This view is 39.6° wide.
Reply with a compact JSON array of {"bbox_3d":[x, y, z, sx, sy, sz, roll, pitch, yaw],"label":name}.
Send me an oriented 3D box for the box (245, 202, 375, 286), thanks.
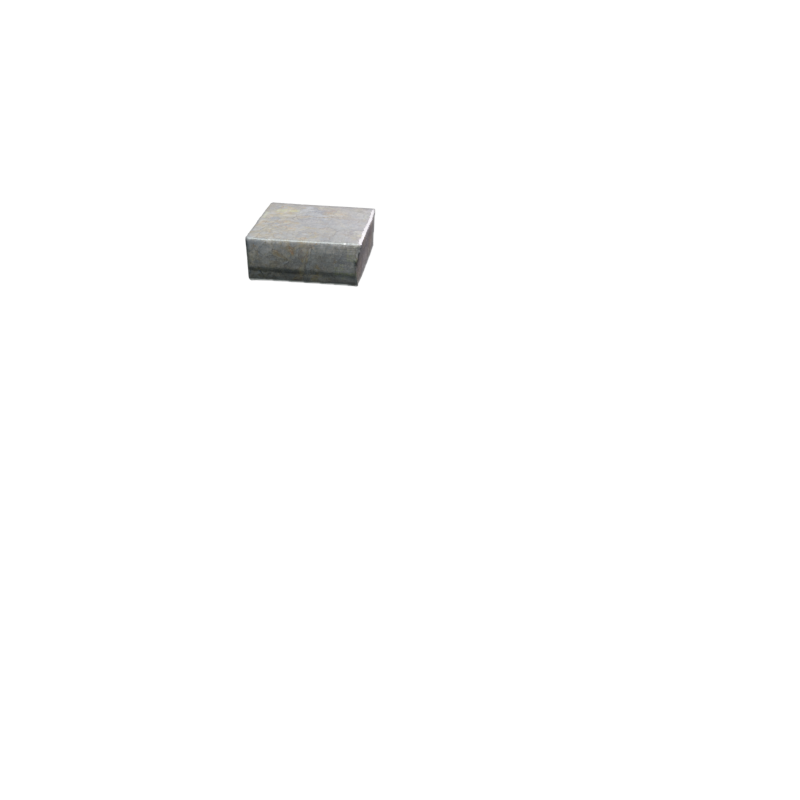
[{"bbox_3d":[-0.070,-0.127,0.890,0.091,0.037,0.118,3,25,5],"label":"box"}]
